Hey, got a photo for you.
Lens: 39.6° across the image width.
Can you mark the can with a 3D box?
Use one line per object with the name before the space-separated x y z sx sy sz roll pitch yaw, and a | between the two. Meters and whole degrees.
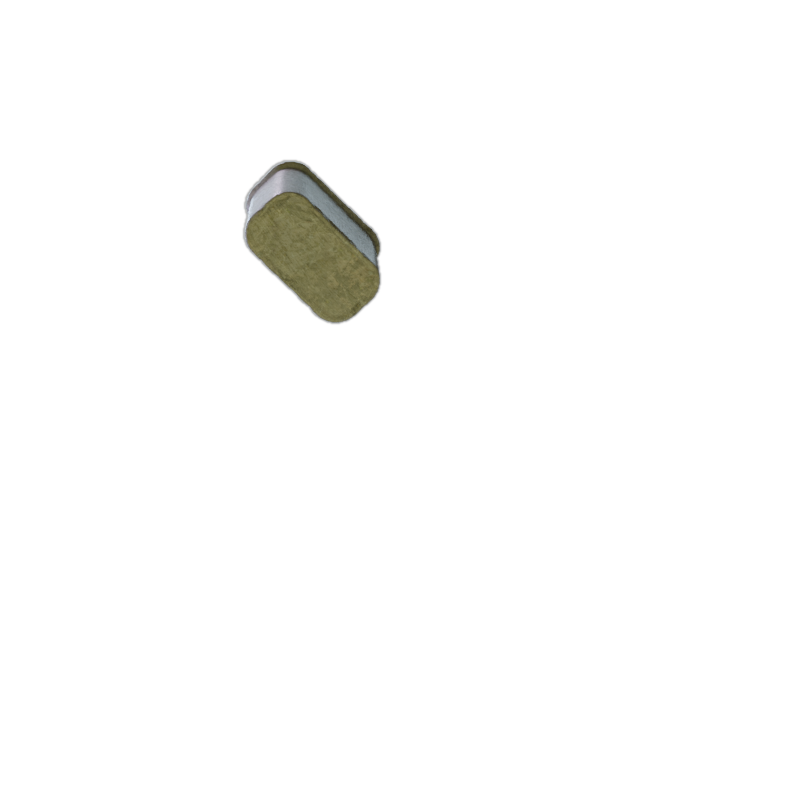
can | -0.060 -0.109 0.761 0.099 0.057 0.087 43 13 -15
